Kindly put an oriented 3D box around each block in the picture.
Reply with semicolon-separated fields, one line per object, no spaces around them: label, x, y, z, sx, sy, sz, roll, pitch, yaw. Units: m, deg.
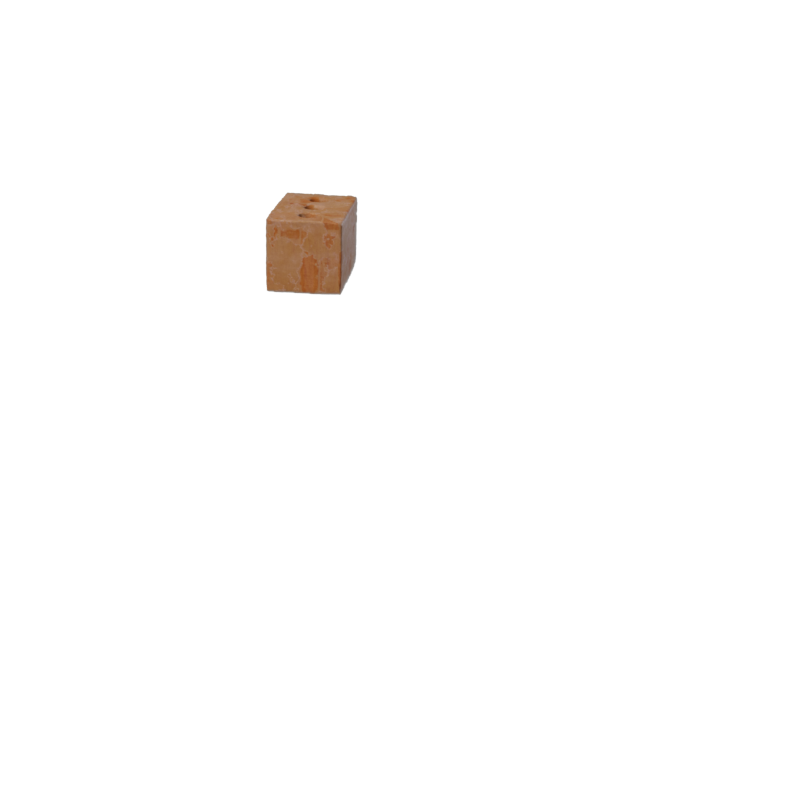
block;-0.060;-0.110;0.767;0.053;0.049;0.081;3;22;5
